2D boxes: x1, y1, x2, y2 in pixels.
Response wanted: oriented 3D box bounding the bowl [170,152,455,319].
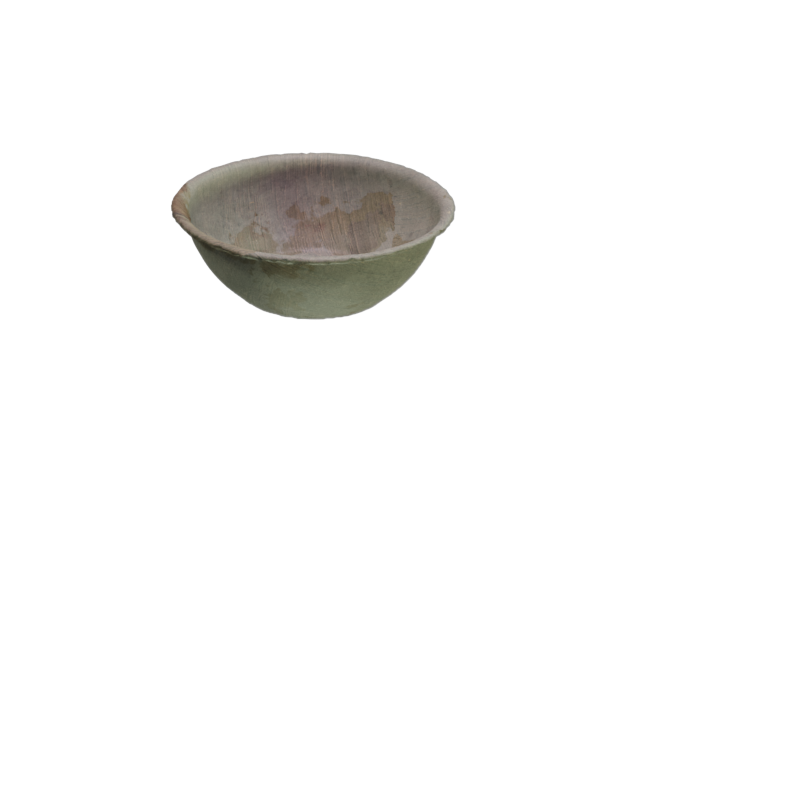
[{"bbox_3d":[-0.050,-0.092,0.645,0.162,0.052,0.172,-1,30,-2],"label":"bowl"}]
